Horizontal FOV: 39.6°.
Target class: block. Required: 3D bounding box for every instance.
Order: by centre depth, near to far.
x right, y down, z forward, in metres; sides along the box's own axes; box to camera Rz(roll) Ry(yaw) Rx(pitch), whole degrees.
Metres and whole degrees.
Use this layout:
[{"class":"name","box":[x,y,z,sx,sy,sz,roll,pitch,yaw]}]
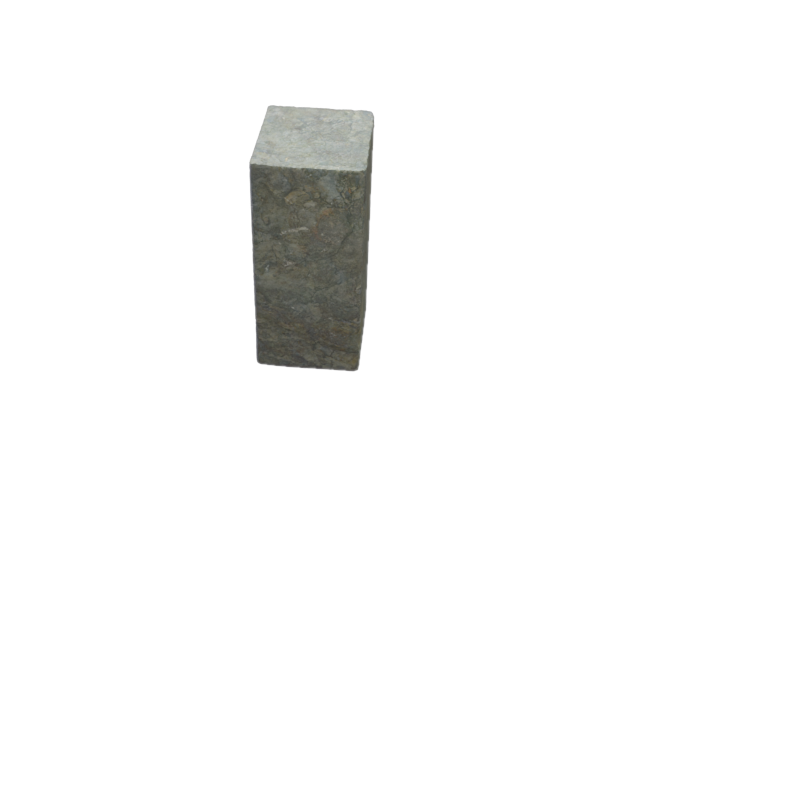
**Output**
[{"class":"block","box":[-0.072,-0.132,0.923,0.091,0.192,0.096,5,40,2]}]
